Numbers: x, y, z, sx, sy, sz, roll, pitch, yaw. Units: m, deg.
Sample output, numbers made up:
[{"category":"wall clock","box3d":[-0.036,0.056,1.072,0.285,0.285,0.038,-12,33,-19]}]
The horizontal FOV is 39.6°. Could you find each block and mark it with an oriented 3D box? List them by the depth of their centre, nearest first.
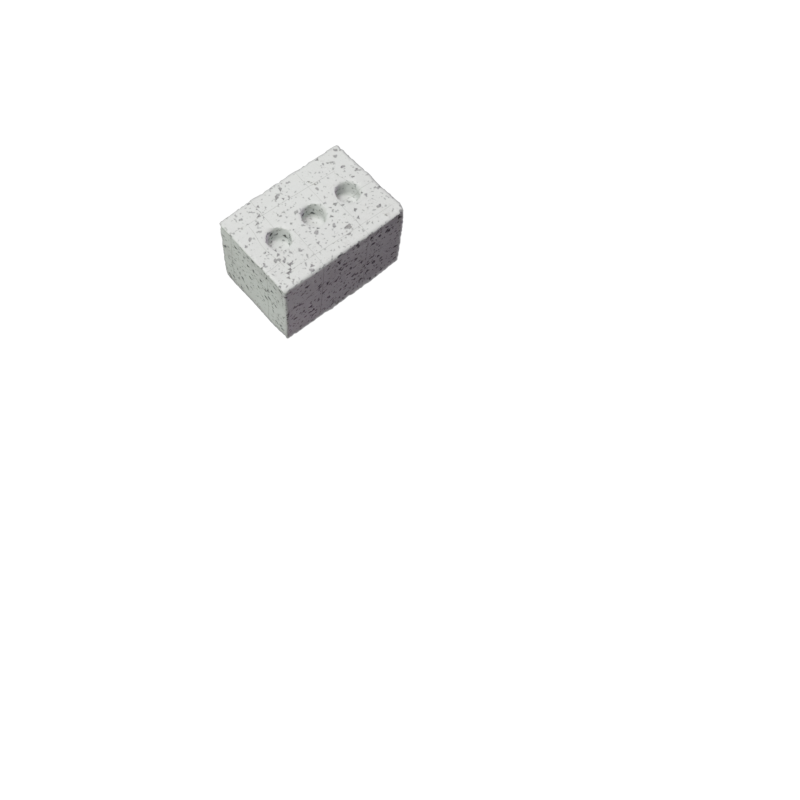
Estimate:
[{"category":"block","box3d":[-0.044,-0.080,0.561,0.078,0.056,0.048,-38,-21,-20]}]
